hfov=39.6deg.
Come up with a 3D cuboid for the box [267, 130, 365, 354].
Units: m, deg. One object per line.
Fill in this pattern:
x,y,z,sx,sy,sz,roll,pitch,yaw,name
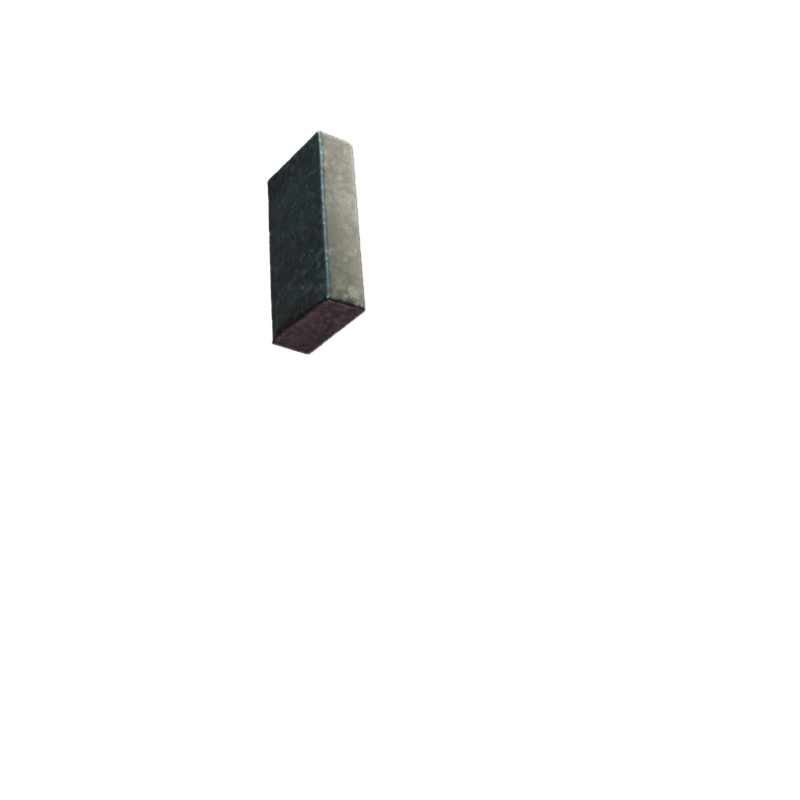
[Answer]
-0.076,-0.139,0.977,0.046,0.188,0.092,19,-37,-31,box
